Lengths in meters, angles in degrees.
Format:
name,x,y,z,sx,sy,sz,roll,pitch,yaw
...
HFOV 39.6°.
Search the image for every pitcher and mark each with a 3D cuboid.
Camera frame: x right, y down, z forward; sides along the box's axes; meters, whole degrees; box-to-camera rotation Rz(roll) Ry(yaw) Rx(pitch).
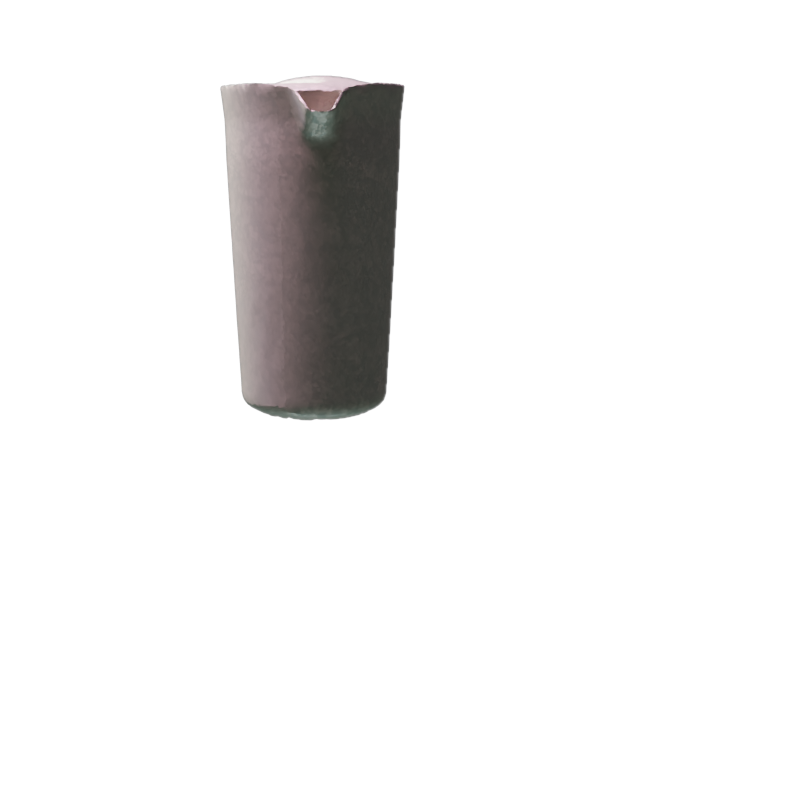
name,x,y,z,sx,sy,sz,roll,pitch,yaw
pitcher,-0.065,-0.118,0.826,0.151,0.239,0.145,6,10,37
